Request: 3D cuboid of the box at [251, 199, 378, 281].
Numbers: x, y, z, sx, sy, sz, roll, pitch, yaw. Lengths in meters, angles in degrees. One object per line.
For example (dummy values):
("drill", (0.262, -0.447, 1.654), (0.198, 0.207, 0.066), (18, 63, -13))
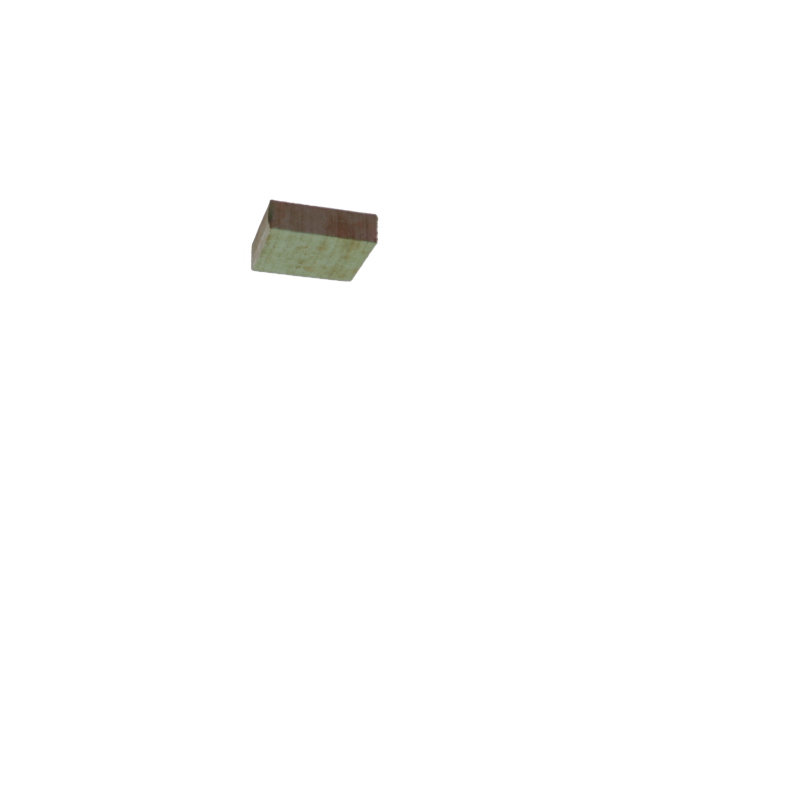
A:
("box", (-0.069, -0.127, 0.890), (0.087, 0.032, 0.071), (6, -23, -14))
